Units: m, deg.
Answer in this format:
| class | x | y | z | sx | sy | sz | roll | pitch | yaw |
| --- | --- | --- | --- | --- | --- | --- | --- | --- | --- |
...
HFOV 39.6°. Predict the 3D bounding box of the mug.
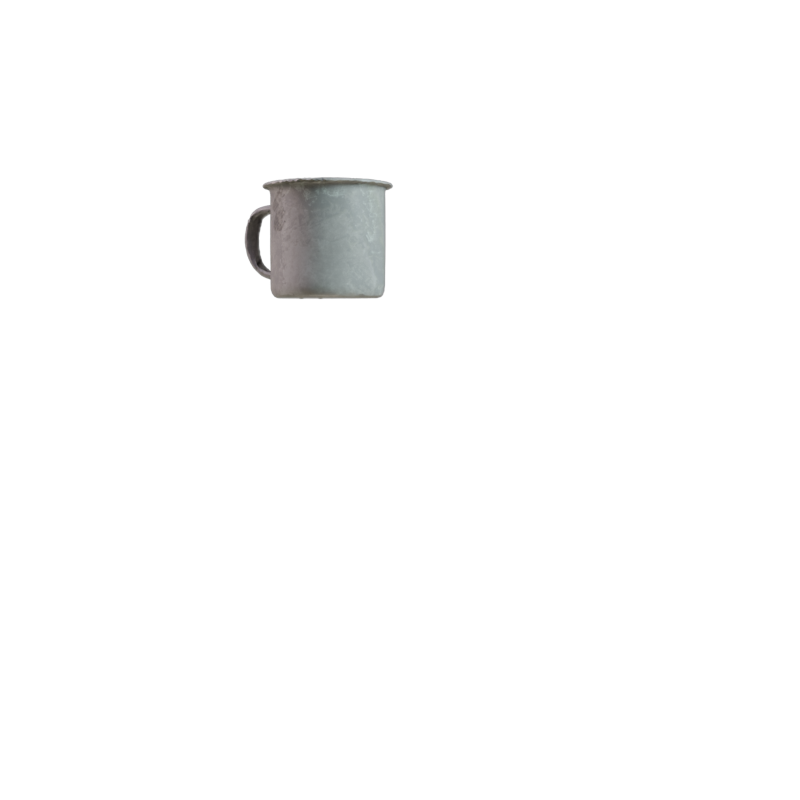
| class | x | y | z | sx | sy | sz | roll | pitch | yaw |
| --- | --- | --- | --- | --- | --- | --- | --- | --- | --- |
| mug | -0.062 | -0.113 | 0.794 | 0.121 | 0.082 | 0.090 | 1 | 2 | 29 |
